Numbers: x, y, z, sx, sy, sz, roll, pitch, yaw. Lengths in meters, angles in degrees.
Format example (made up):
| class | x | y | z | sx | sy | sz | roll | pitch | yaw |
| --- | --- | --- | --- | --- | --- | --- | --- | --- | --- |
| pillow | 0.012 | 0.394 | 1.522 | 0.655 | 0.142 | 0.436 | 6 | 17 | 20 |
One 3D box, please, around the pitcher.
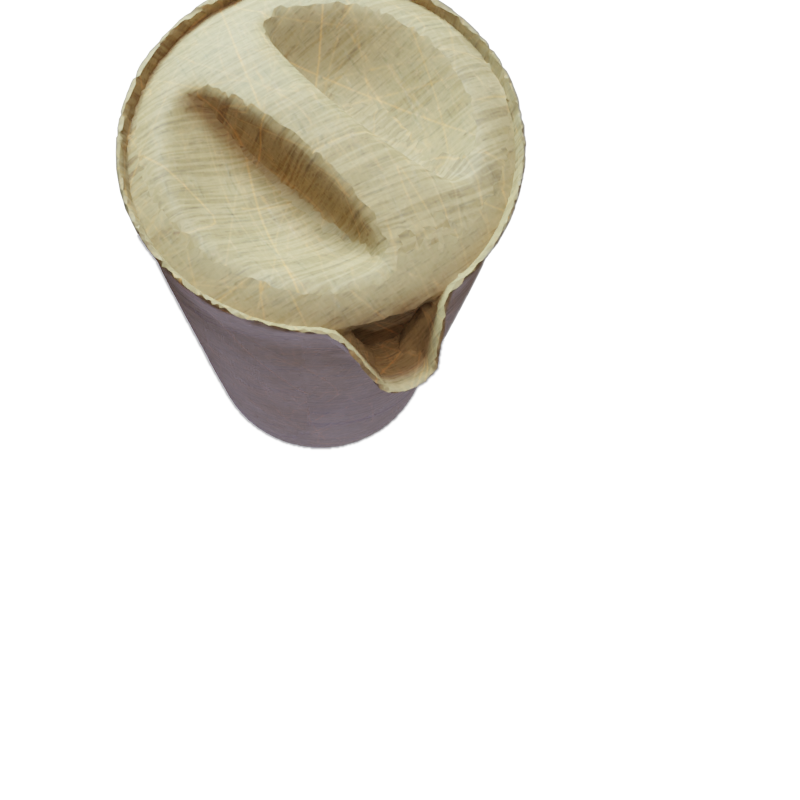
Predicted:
| class | x | y | z | sx | sy | sz | roll | pitch | yaw |
| --- | --- | --- | --- | --- | --- | --- | --- | --- | --- |
| pitcher | -0.037 | -0.067 | 0.468 | 0.147 | 0.154 | 0.233 | 23 | -17 | 4 |
